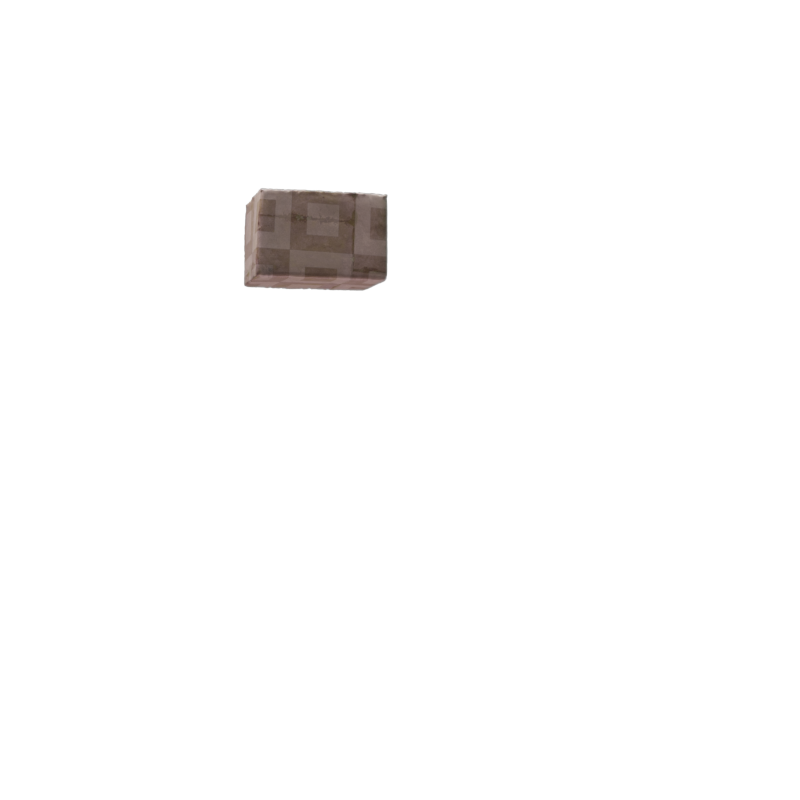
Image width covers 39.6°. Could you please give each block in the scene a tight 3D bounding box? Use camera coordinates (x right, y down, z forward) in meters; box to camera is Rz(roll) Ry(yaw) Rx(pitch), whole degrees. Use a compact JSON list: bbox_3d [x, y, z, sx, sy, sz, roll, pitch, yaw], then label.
[{"bbox_3d":[-0.051,-0.094,0.655,0.076,0.052,0.053,1,-5,-15],"label":"block"}]
